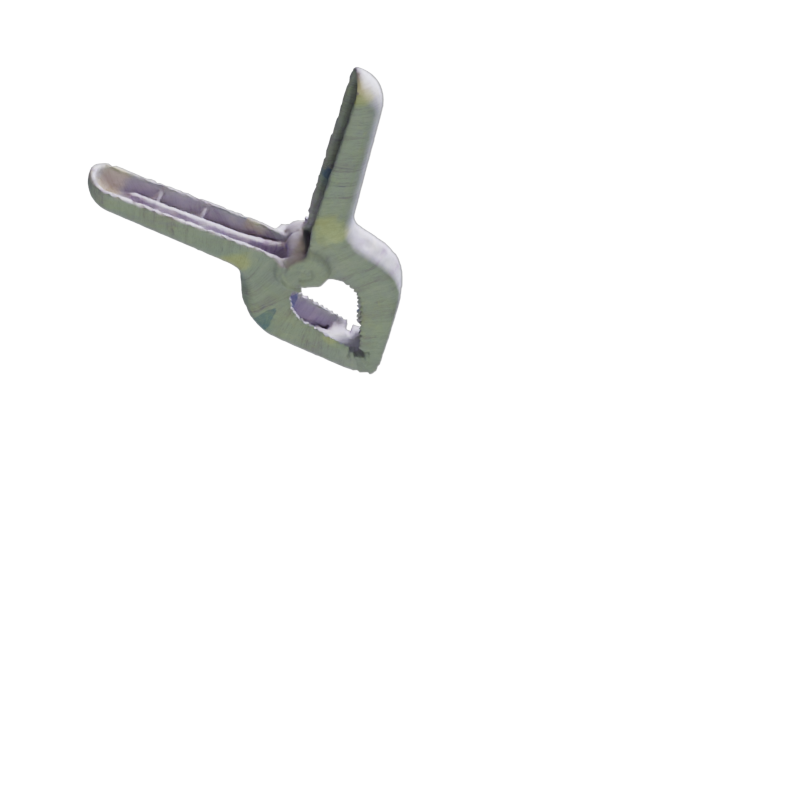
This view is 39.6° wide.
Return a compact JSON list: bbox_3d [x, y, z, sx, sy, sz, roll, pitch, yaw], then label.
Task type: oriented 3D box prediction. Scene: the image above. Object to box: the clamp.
[{"bbox_3d":[-0.049,-0.089,0.621,0.165,0.039,0.194,-20,-45,21],"label":"clamp"}]
